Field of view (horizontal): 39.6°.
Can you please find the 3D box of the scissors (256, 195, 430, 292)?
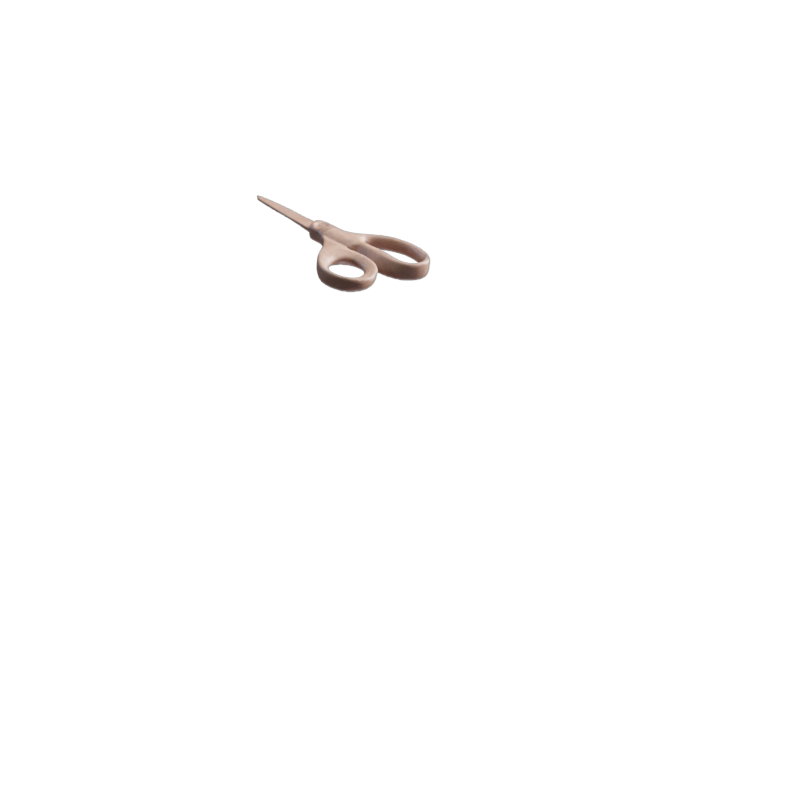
[{"bbox_3d":[-0.071,-0.129,0.901,0.213,0.015,0.096,22,37,33],"label":"scissors"}]
